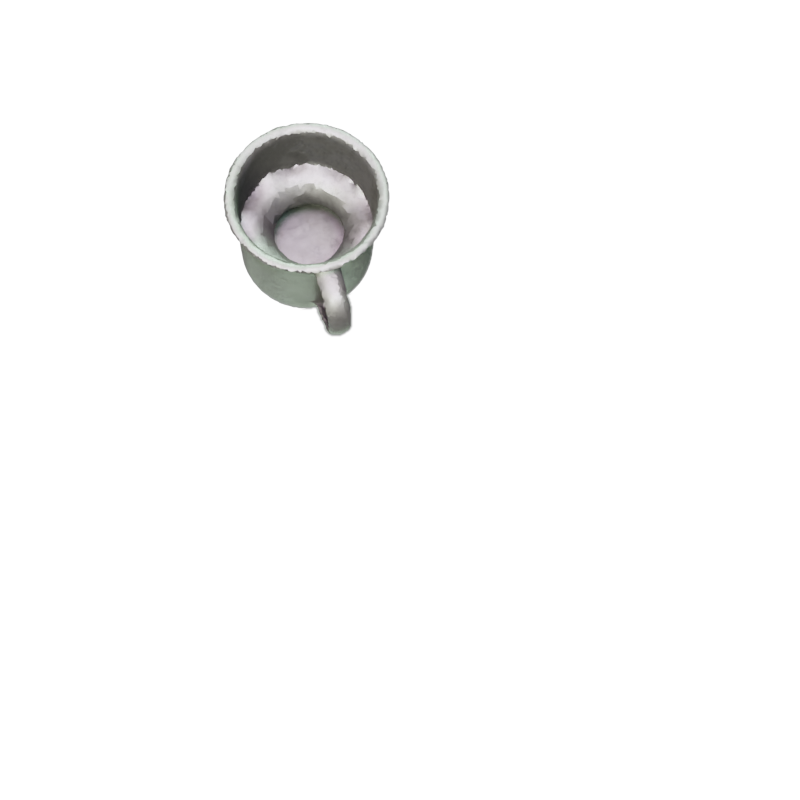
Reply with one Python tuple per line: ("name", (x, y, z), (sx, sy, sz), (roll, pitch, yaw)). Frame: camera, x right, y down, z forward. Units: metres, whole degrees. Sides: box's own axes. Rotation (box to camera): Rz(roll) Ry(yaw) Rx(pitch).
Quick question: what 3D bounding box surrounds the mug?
("mug", (-0.051, -0.093, 0.652), (0.093, 0.123, 0.078), (-18, -19, -8))
